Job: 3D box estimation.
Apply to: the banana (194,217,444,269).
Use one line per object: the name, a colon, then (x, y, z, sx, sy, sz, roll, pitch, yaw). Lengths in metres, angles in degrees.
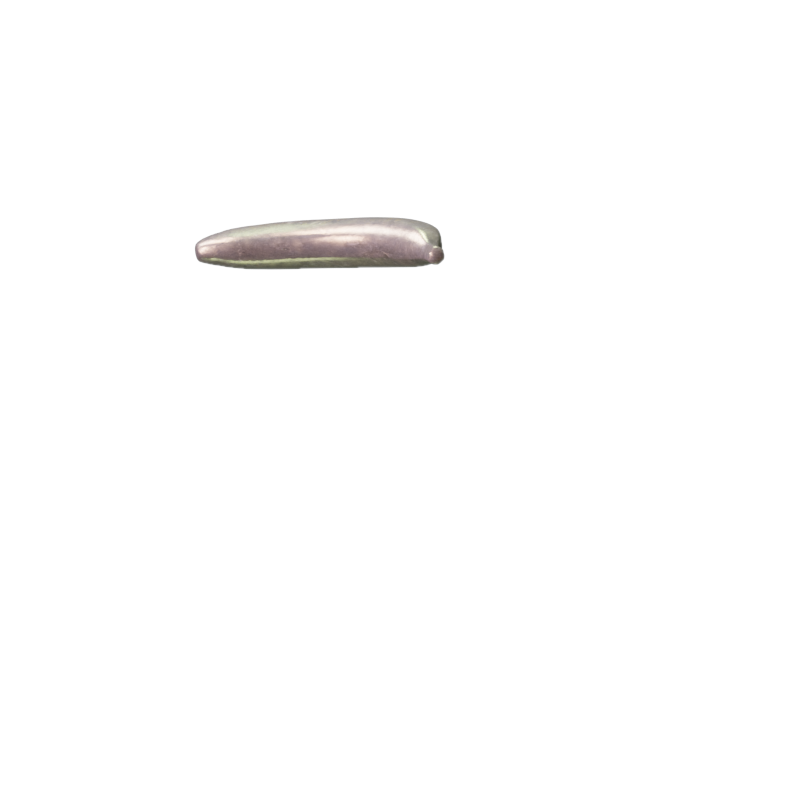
banana: (-0.050, -0.113, 0.797, 0.204, 0.037, 0.067, 2, 4, 27)
